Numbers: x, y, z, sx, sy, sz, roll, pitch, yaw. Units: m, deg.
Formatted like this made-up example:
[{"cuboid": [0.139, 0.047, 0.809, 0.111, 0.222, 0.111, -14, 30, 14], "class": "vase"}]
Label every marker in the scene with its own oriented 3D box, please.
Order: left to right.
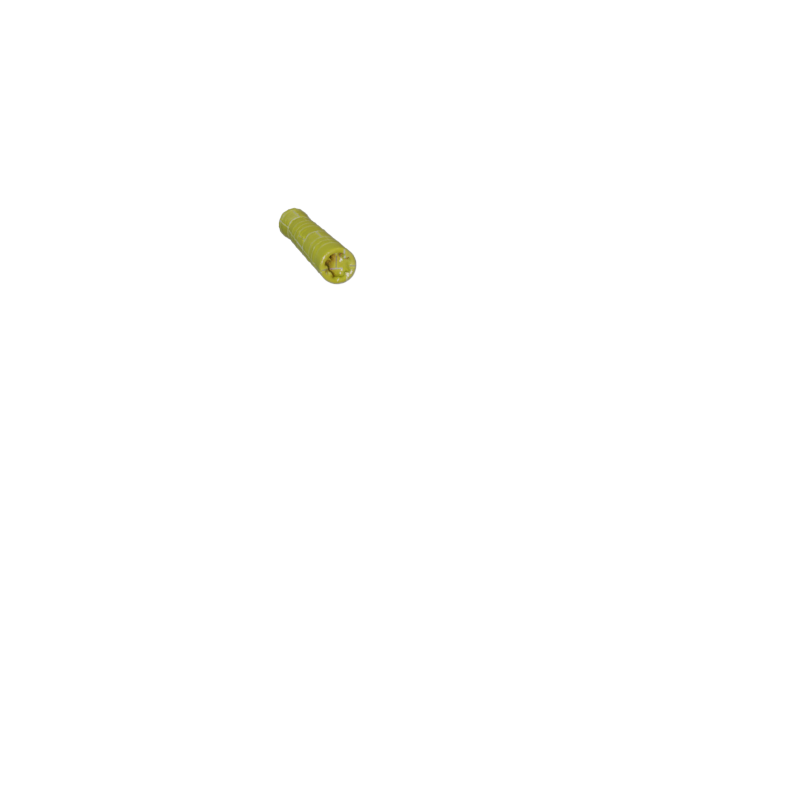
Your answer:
[{"cuboid": [-0.047, -0.086, 0.605, 0.019, 0.019, 0.127, -1, 19, -16], "class": "marker"}]
